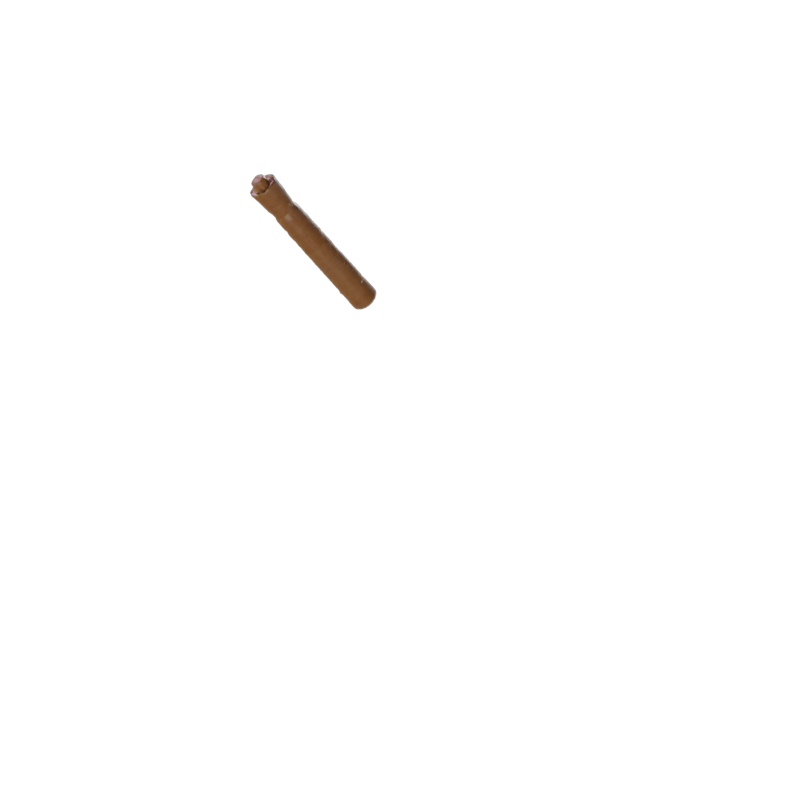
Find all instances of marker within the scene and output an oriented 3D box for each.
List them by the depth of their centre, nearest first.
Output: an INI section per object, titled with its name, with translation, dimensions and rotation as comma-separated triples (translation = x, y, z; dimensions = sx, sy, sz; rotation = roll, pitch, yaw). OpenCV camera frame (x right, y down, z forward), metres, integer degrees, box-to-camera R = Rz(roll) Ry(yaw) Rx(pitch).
[marker]
translation = -0.056, -0.101, 0.709
dimensions = 0.021, 0.020, 0.113
rotation = 3, -35, 47
